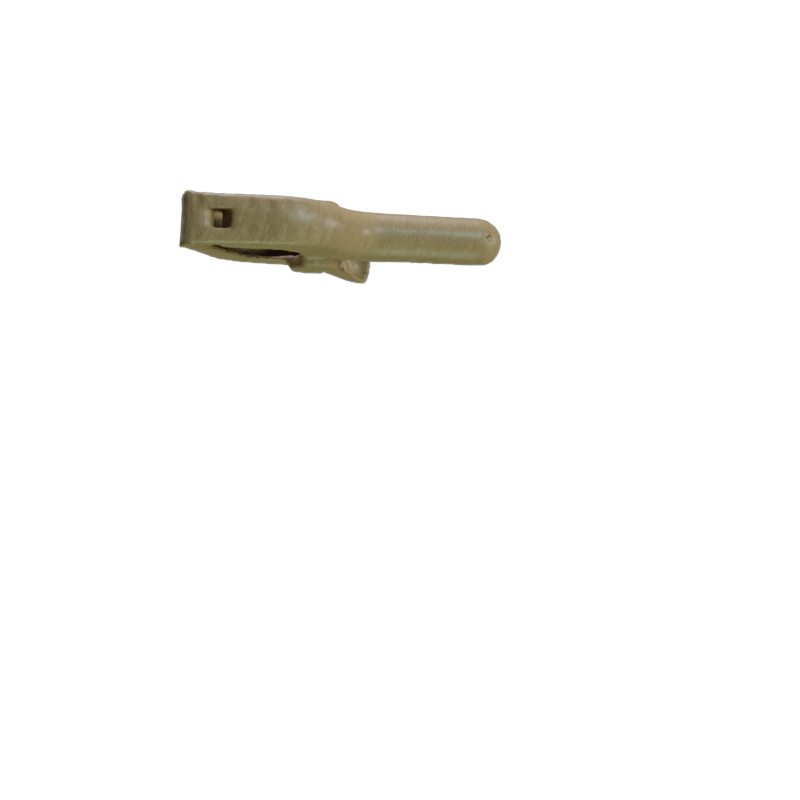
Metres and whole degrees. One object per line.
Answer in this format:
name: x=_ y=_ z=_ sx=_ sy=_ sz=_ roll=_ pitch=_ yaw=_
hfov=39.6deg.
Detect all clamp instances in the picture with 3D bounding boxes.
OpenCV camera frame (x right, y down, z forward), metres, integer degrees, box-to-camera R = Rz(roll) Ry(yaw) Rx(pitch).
clamp: x=-0.047 y=-0.085 z=0.595 sx=0.165 sy=0.040 sz=0.121 roll=5 pitch=-11 yaw=-30
